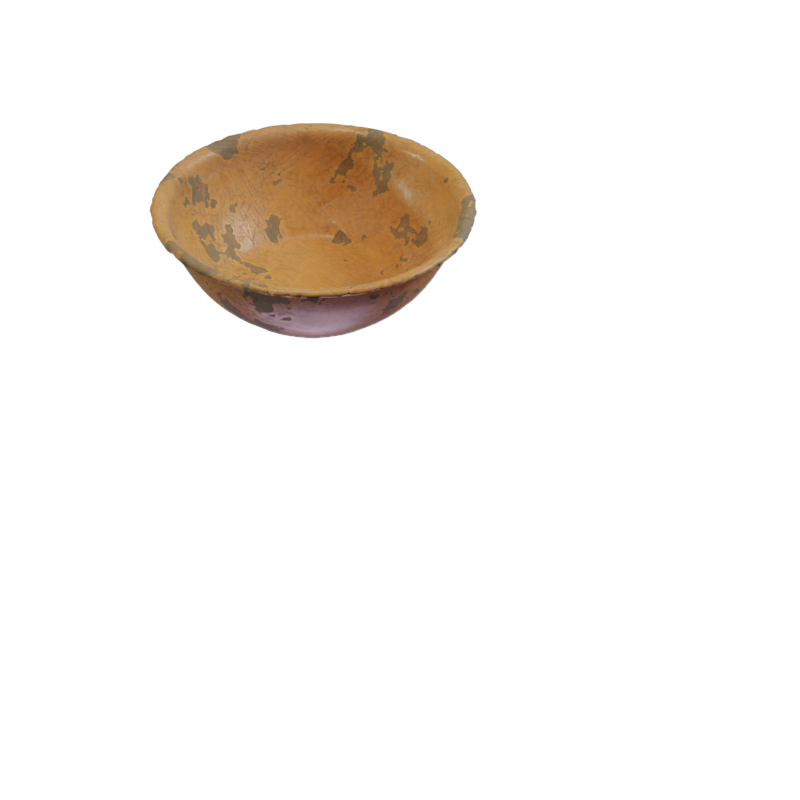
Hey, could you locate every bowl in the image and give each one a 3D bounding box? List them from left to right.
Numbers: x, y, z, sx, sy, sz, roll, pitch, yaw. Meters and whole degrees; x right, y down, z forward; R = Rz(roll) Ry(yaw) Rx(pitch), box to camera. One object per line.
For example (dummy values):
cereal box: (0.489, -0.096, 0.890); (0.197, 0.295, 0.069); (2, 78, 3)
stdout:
bowl: (-0.044, -0.081, 0.567); (0.162, 0.051, 0.174); (-1, 39, -2)
